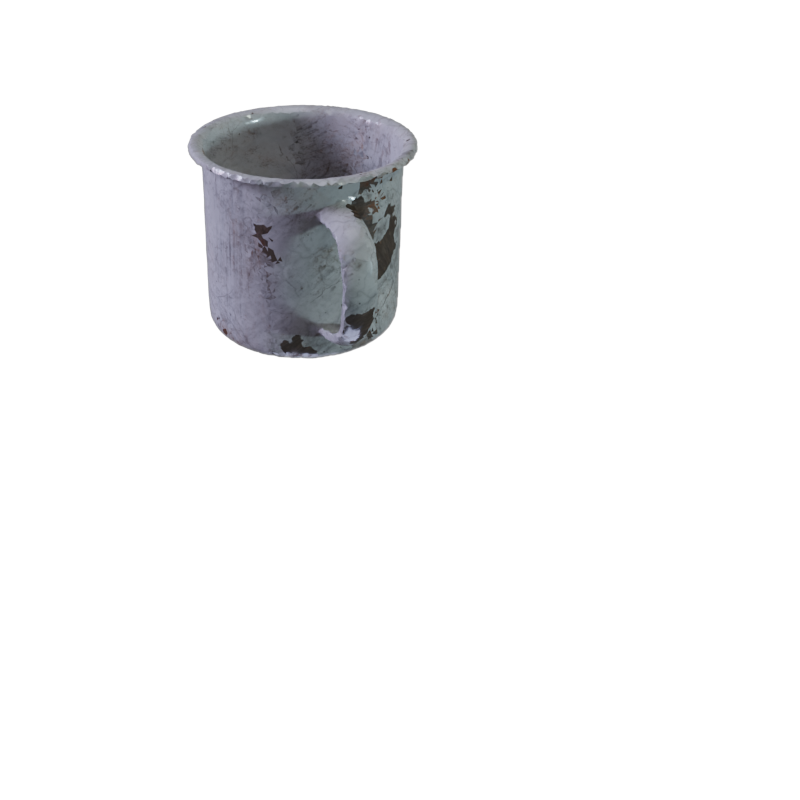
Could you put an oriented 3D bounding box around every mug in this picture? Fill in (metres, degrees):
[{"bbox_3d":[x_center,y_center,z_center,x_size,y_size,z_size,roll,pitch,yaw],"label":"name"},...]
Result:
[{"bbox_3d":[-0.036,-0.065,0.455,0.092,0.077,0.126,-11,32,-21],"label":"mug"}]
